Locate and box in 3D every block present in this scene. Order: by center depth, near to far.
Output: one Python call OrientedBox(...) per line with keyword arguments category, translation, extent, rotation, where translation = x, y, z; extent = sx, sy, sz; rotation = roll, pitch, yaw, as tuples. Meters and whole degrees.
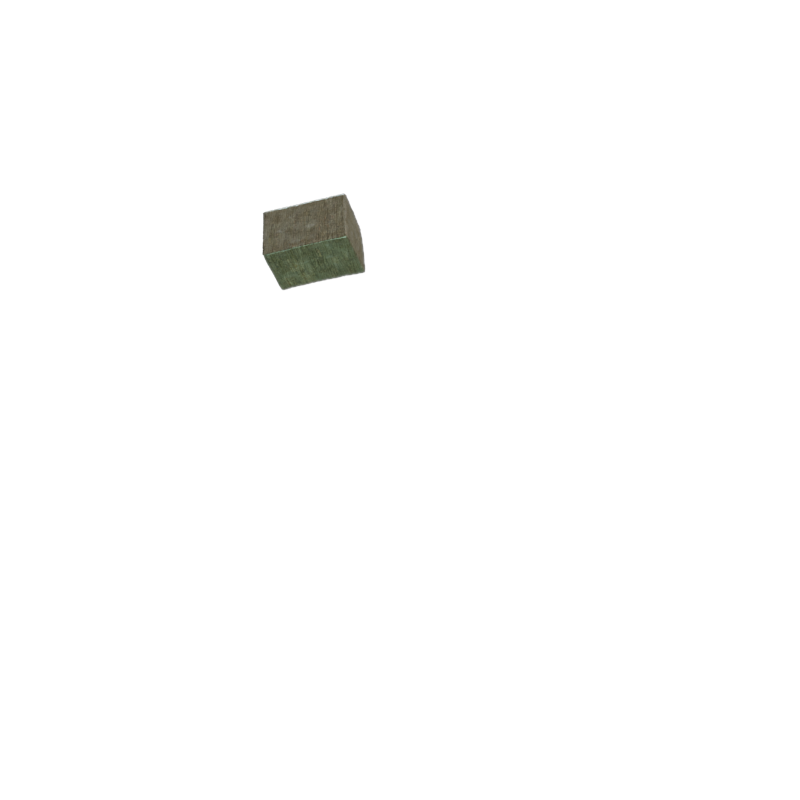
OrientedBox(category="block", translation=(-0.075, -0.137, 0.960), extent=(0.079, 0.055, 0.049), rotation=(-11, -38, 12))
